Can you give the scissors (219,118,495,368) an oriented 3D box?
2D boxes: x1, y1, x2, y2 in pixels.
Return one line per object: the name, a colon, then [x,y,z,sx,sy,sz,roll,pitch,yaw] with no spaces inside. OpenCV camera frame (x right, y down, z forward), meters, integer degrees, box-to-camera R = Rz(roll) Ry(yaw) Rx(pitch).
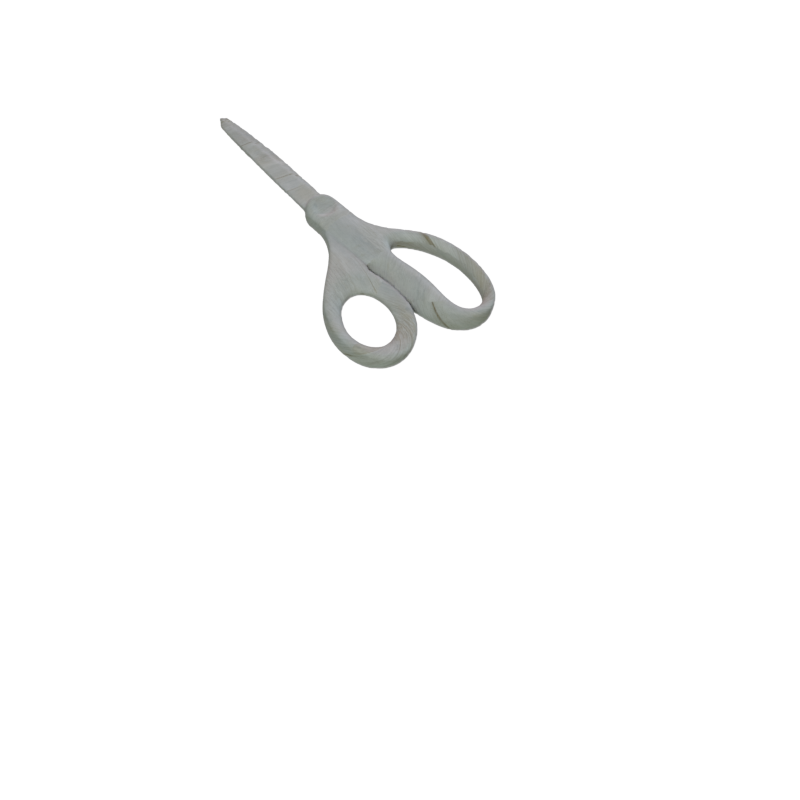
scissors: [-0.046,-0.085,0.593,0.212,0.098,0.015,30,-32,21]
